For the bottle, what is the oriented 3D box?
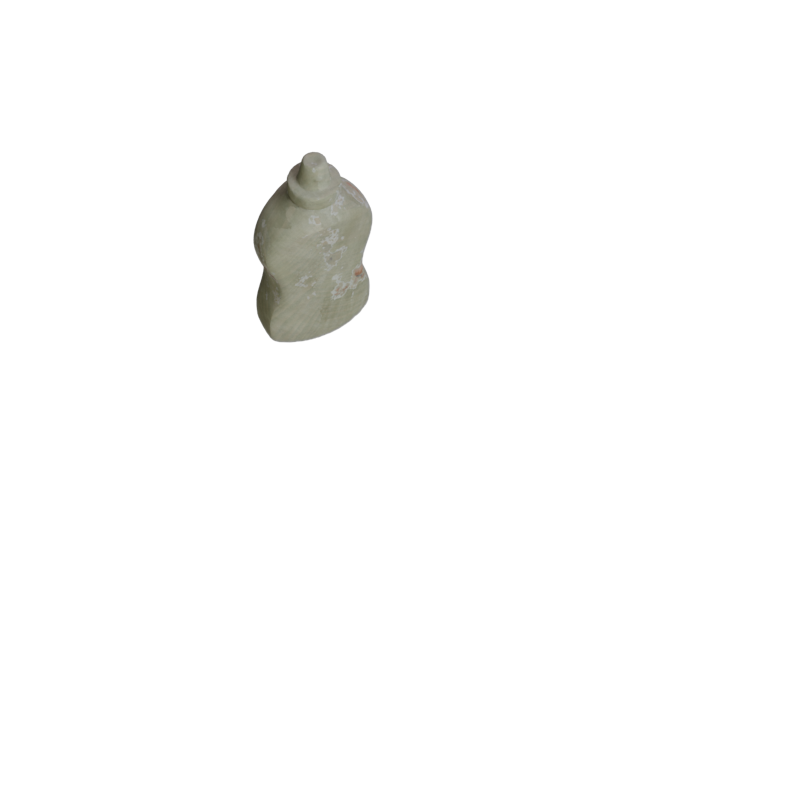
[{"bbox_3d":[-0.069,-0.126,0.882,0.095,0.063,0.179,-21,-30,-17],"label":"bottle"}]
